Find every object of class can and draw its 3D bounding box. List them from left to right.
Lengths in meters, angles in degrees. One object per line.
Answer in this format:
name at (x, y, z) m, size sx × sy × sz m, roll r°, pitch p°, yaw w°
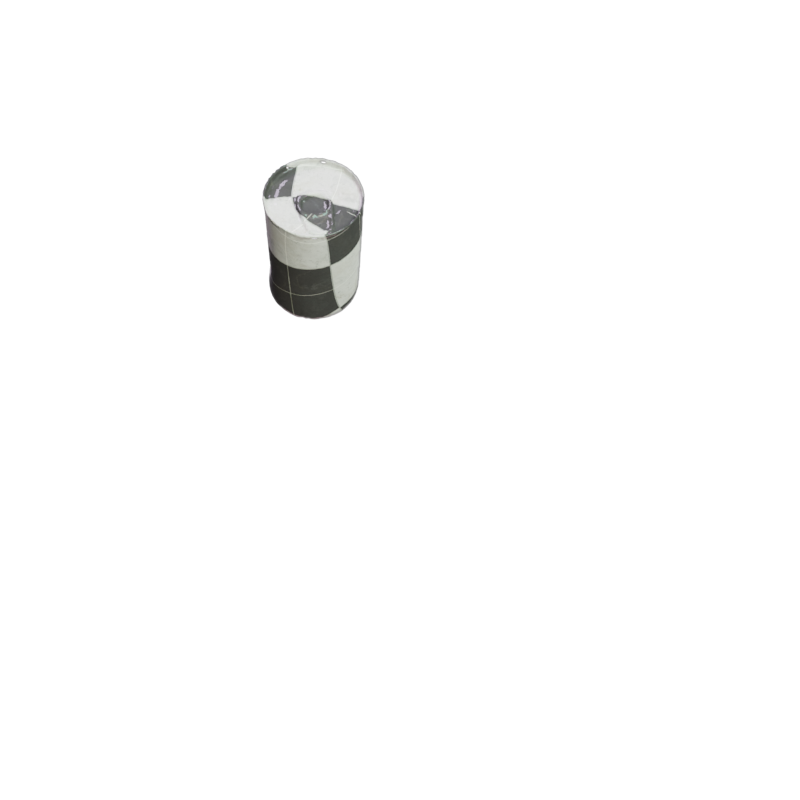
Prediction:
can at (-0.061, -0.111, 0.775) m, size 0.068 × 0.073 × 0.096 m, roll 0°, pitch -33°, yaw -3°
